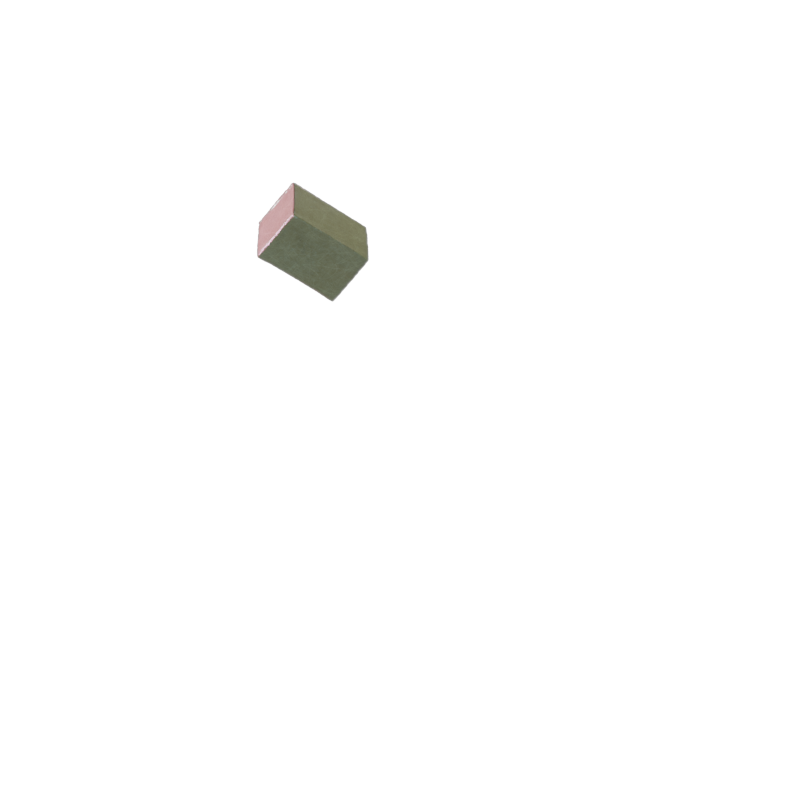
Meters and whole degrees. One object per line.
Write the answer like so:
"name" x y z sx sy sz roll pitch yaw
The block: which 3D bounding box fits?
"block" -0.071 -0.130 0.912 0.074 0.052 0.055 31 30 -22
